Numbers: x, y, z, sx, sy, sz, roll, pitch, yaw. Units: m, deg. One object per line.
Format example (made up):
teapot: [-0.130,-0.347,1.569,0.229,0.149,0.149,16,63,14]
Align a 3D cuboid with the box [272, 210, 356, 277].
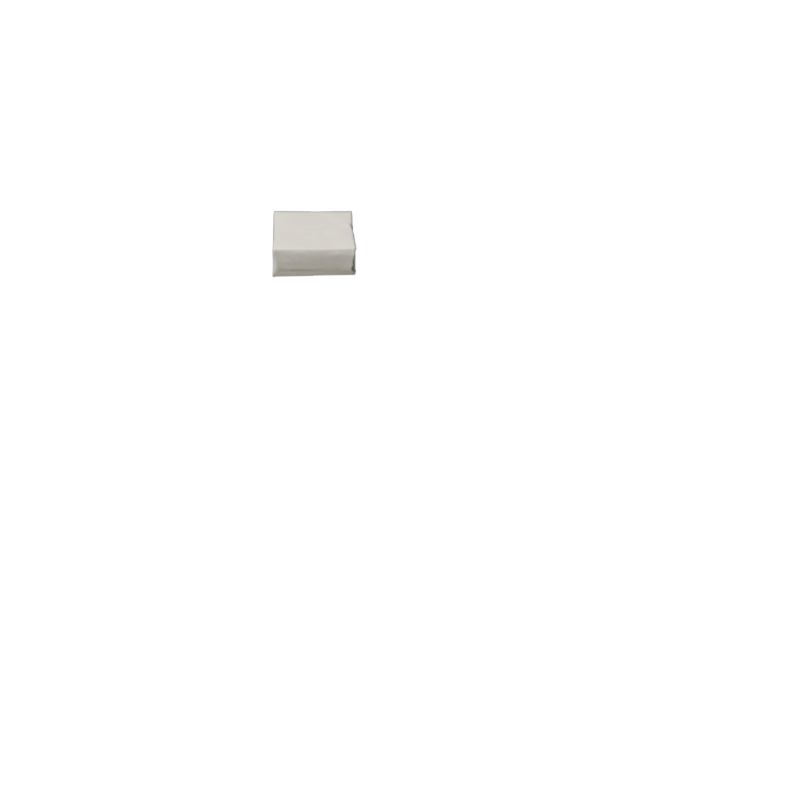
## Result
box: [-0.077,-0.141,0.990,0.073,0.028,0.095,-1,30,-3]
